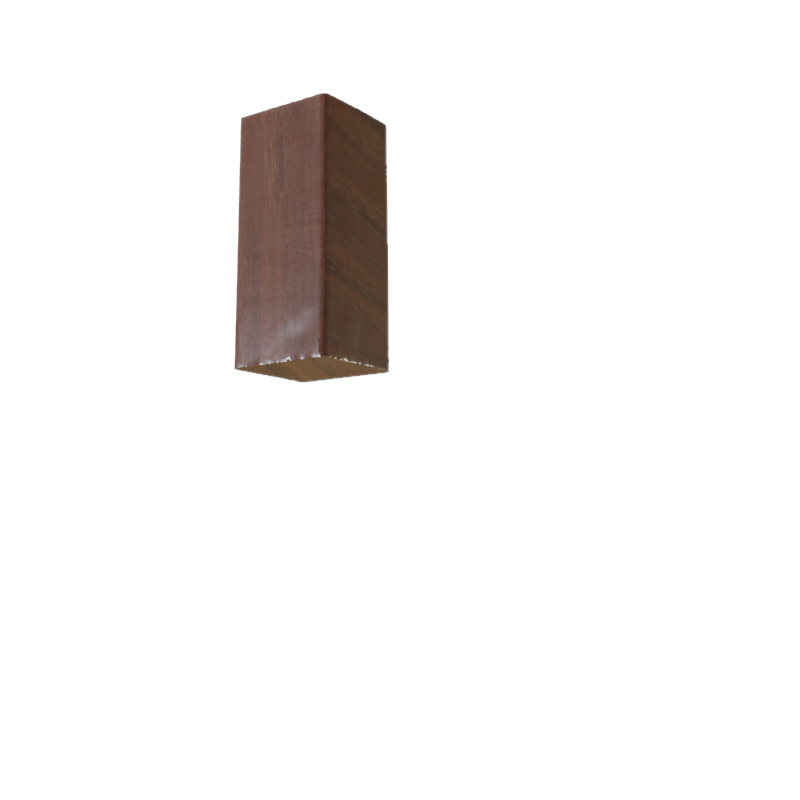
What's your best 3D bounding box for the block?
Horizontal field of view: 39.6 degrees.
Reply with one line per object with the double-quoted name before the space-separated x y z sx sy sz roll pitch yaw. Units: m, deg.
"block" -0.068 -0.126 0.882 0.093 0.214 0.085 -11 -17 34
